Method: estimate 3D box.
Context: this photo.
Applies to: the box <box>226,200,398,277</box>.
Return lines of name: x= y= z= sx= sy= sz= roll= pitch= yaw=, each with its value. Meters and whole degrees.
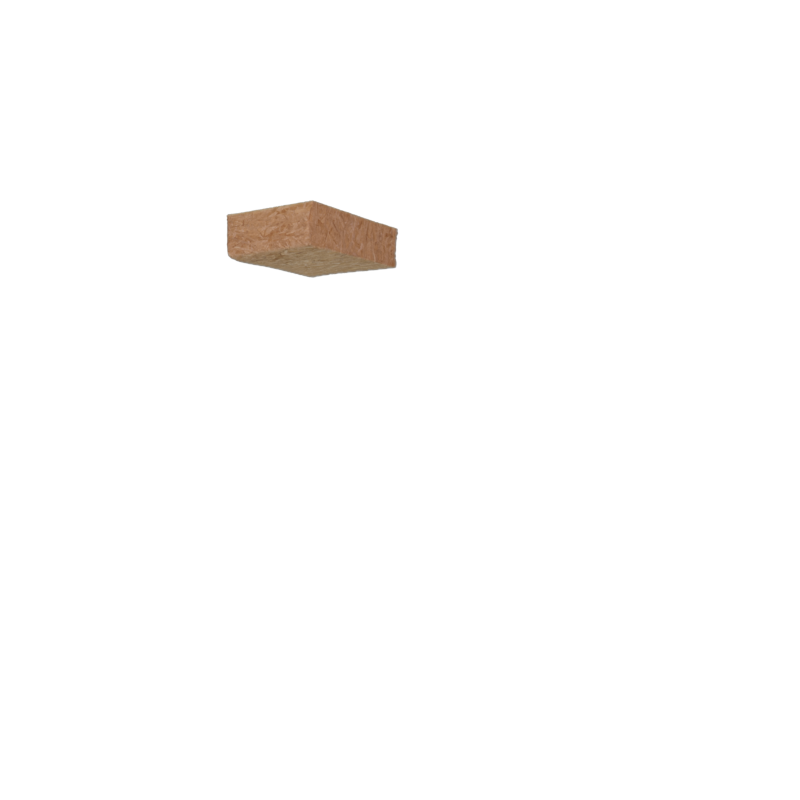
box: x=-0.069 y=-0.126 z=0.884 sx=0.093 sy=0.040 sz=0.108 roll=-3 pitch=-5 yaw=37
